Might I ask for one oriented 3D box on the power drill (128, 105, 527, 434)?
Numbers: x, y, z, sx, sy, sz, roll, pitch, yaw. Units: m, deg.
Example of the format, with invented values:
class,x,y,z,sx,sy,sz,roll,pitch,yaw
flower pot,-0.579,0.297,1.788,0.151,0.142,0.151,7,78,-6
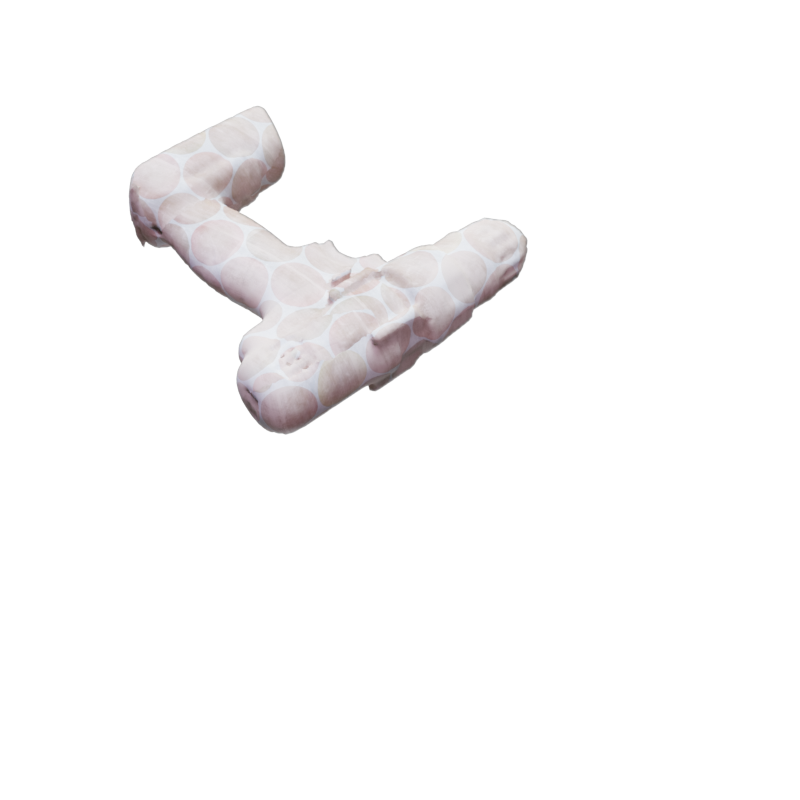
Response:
class,x,y,z,sx,sy,sz,roll,pitch,yaw
power drill,-0.049,-0.089,0.620,0.185,0.053,0.201,-32,56,-25
